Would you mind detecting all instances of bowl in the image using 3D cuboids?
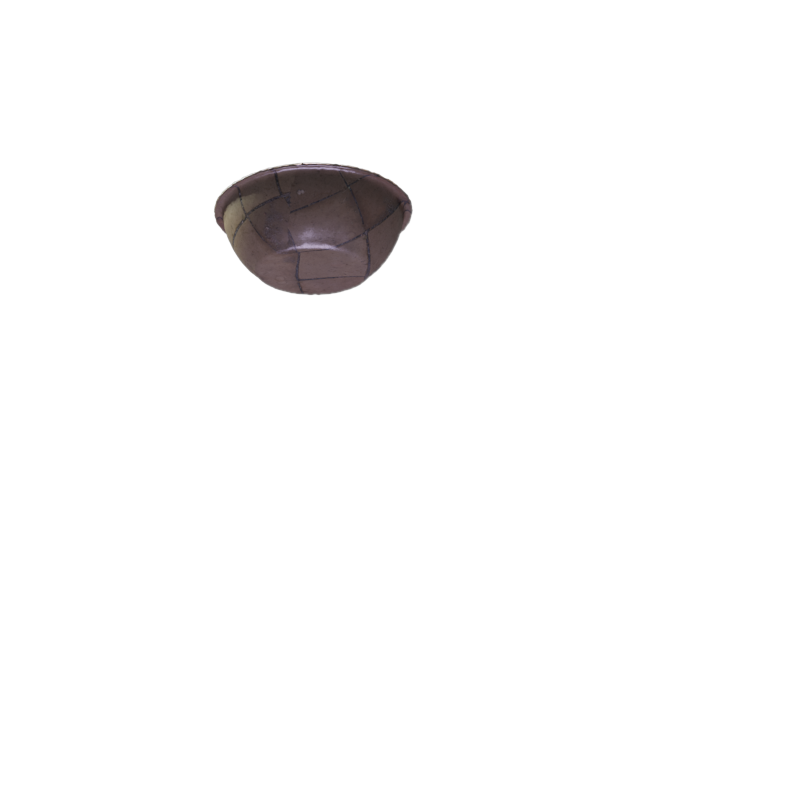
[{"bbox_3d":[-0.070,-0.127,0.892,0.162,0.058,0.154,1,-20,-2],"label":"bowl"}]
